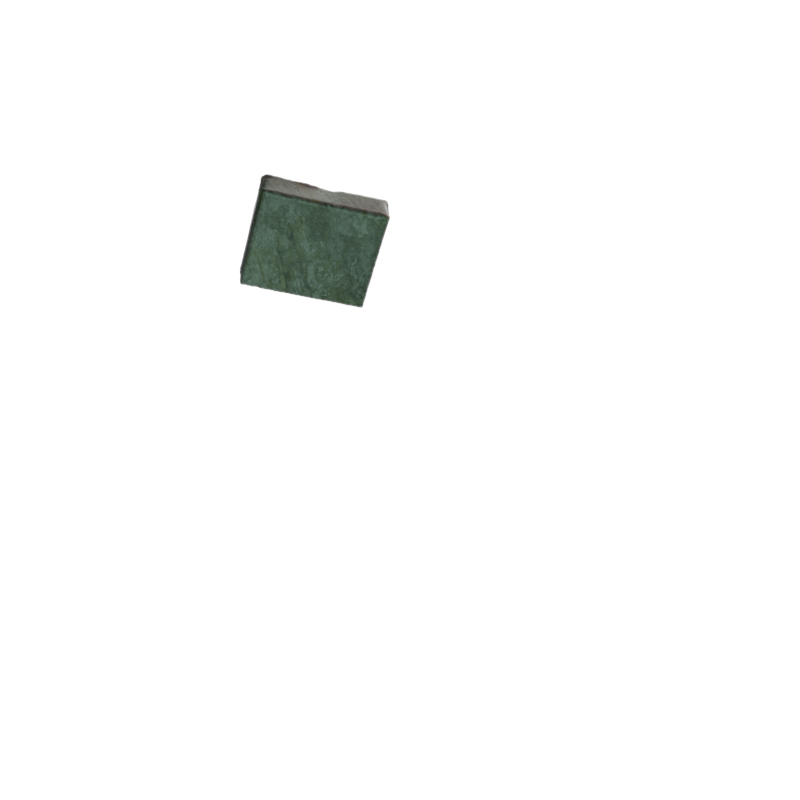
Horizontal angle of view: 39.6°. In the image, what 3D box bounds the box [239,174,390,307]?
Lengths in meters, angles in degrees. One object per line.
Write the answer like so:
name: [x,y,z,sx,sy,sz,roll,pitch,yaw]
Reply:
box: [-0.059,-0.108,0.754,0.088,0.070,0.032,12,29,-7]
